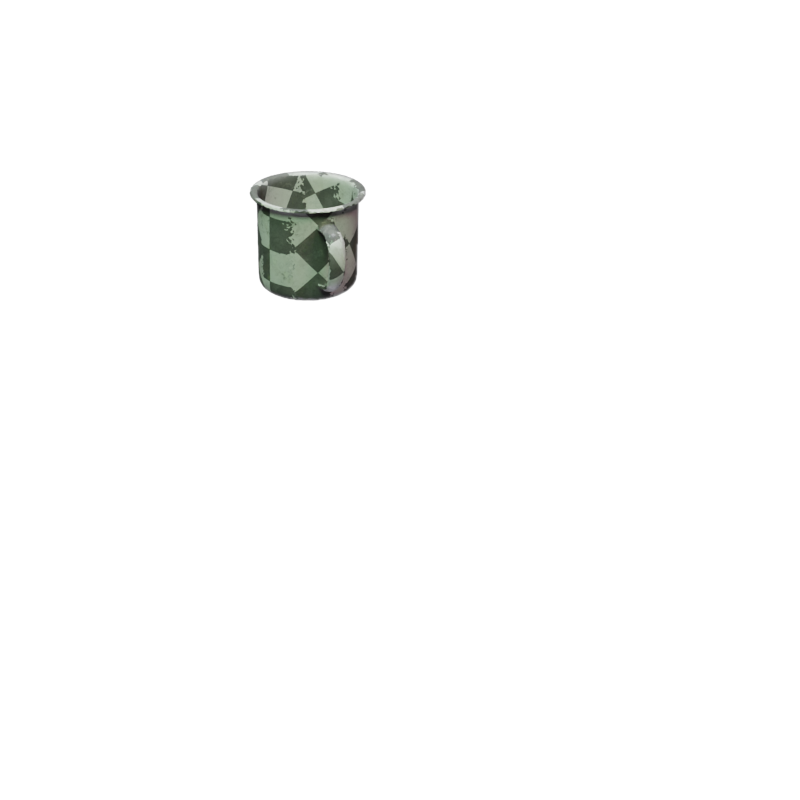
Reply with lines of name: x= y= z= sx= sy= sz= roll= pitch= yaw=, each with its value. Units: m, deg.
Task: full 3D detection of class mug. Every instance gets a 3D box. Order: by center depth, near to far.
mug: x=-0.070 y=-0.127 z=0.892 sx=0.091 sy=0.077 sz=0.126 roll=-11 pitch=30 yaw=-22
